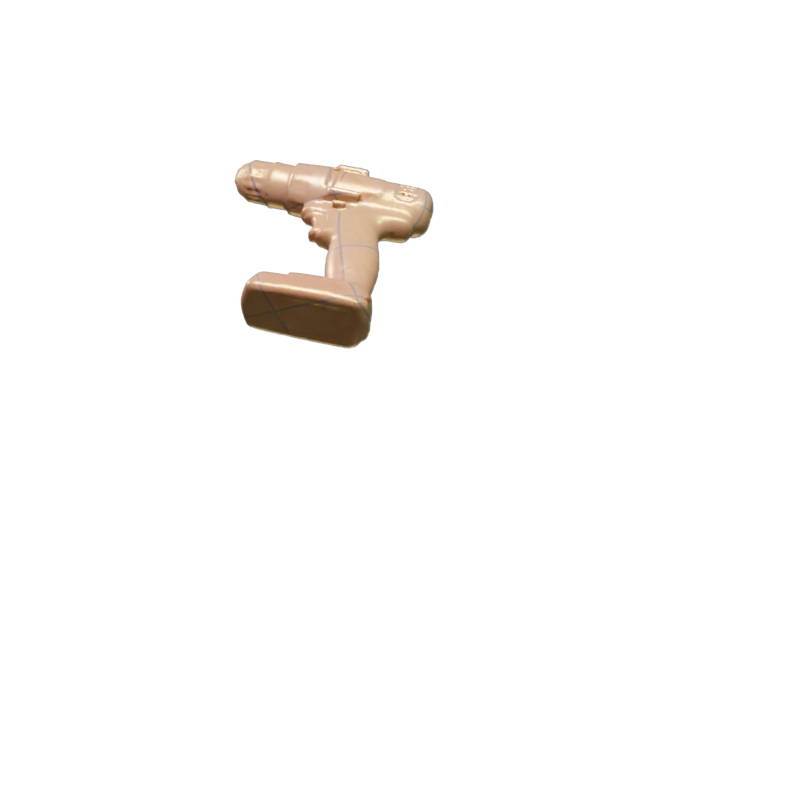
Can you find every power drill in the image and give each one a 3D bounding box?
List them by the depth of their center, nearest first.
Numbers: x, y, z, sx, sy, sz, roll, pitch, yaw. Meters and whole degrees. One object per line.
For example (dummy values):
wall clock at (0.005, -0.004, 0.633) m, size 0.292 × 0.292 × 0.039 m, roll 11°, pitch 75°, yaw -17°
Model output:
power drill at (-0.075, -0.137, 0.959) m, size 0.188 × 0.053 × 0.198 m, roll 10°, pitch 46°, yaw 9°
